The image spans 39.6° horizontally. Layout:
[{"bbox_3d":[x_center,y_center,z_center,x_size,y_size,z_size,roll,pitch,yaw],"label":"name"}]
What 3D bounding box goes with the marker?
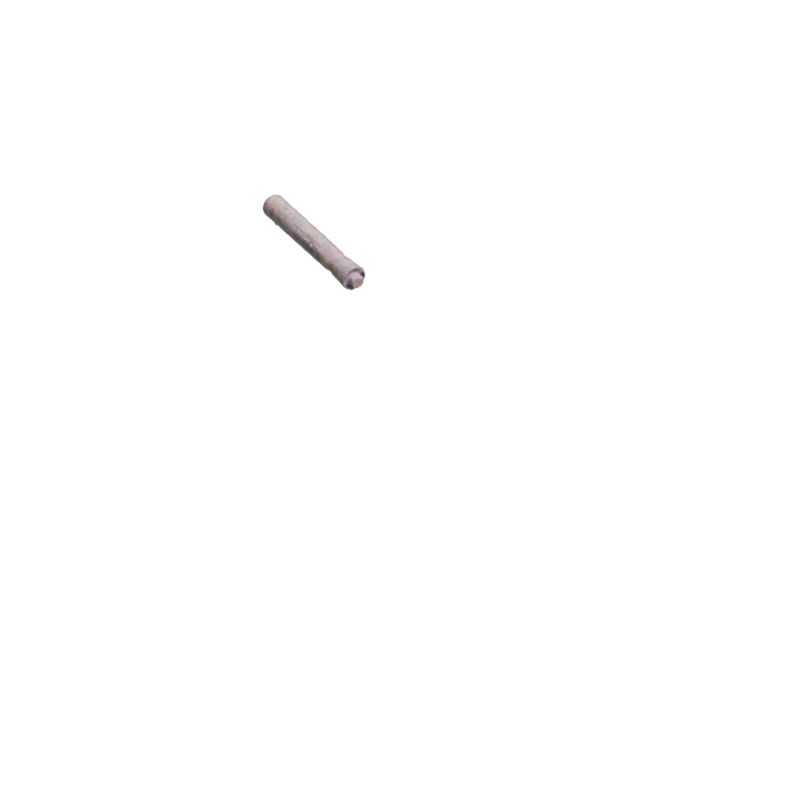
[{"bbox_3d":[-0.064,-0.116,0.815,0.019,0.019,0.131,-3,34,-38],"label":"marker"}]
